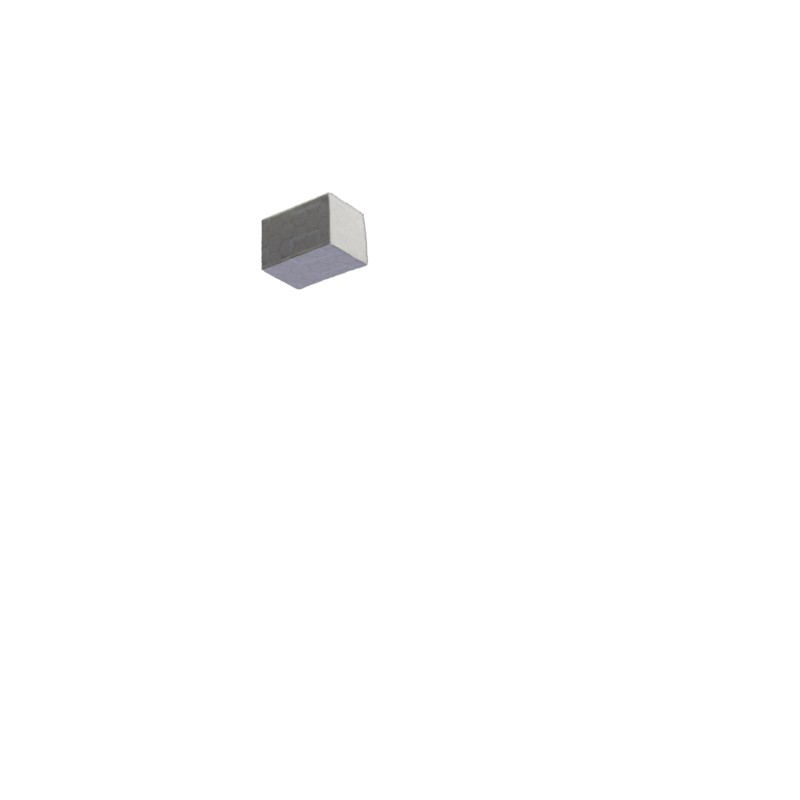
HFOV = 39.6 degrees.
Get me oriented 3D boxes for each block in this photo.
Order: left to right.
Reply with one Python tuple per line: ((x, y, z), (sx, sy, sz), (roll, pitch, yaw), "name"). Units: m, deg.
((-0.074, -0.135, 0.948), (0.079, 0.054, 0.049), (-16, -28, 32), "block")
